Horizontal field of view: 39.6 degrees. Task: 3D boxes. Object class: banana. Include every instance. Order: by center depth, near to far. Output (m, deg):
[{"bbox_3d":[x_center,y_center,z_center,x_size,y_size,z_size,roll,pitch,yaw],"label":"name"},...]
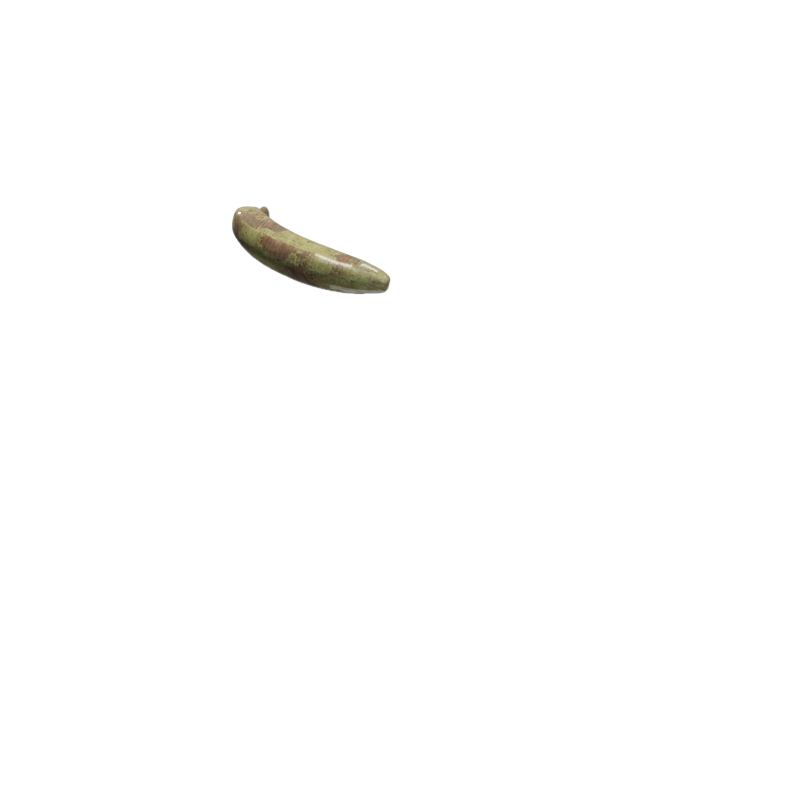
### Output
[{"bbox_3d":[-0.094,-0.136,0.974,0.069,0.035,0.212,-21,38,-31],"label":"banana"}]
